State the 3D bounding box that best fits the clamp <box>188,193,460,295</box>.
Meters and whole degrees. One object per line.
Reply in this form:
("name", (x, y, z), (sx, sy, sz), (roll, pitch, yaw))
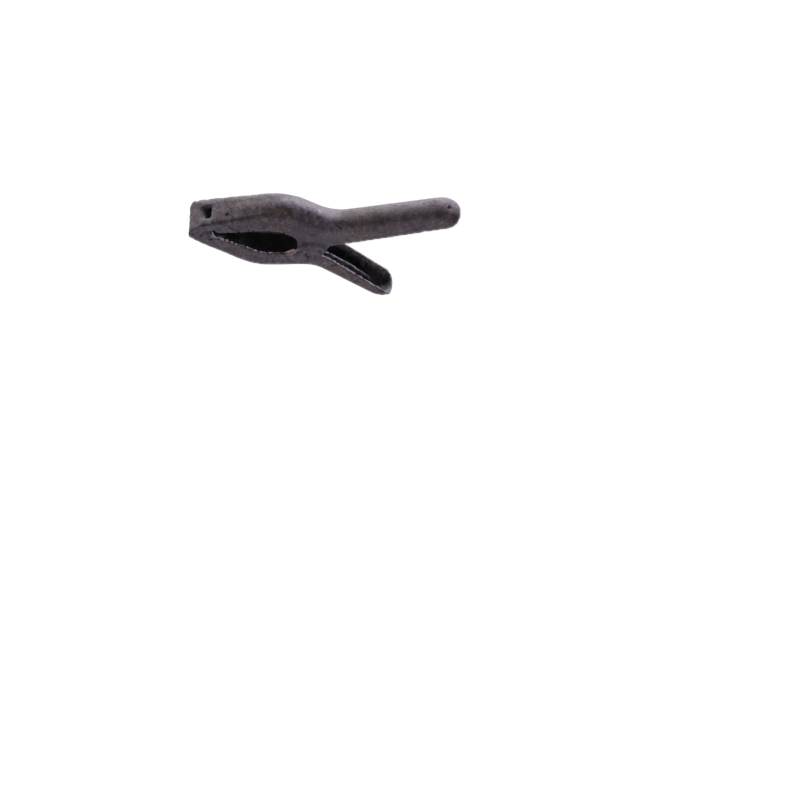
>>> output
("clamp", (-0.072, -0.132, 0.926), (0.207, 0.038, 0.159), (4, -20, -11))
